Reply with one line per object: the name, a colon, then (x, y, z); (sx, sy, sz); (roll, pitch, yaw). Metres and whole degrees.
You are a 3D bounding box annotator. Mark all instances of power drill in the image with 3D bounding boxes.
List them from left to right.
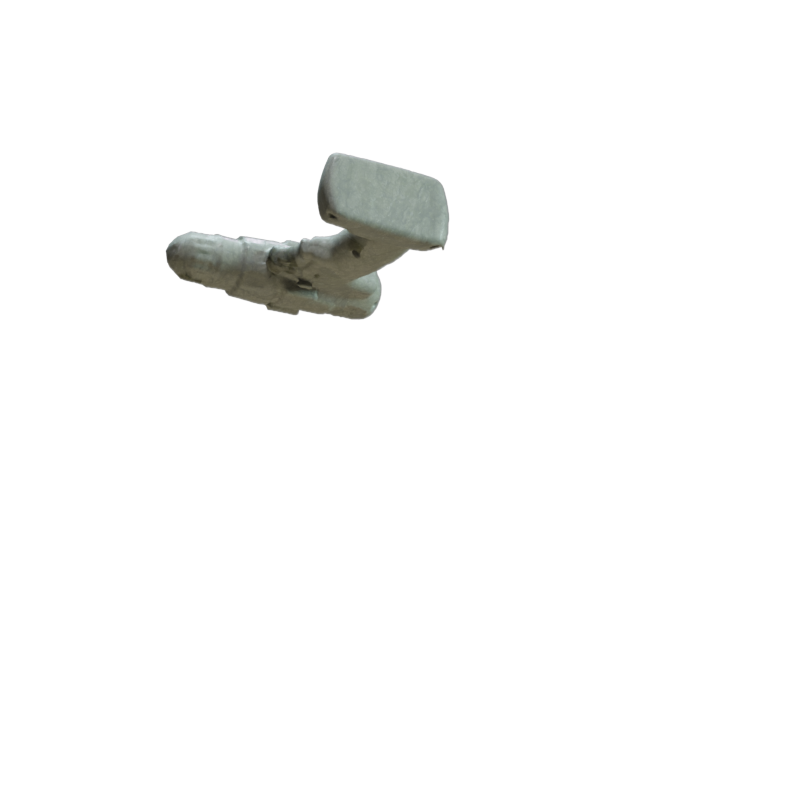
power drill: (-0.066, -0.121, 0.845); (0.177, 0.060, 0.187); (9, -20, -28)
